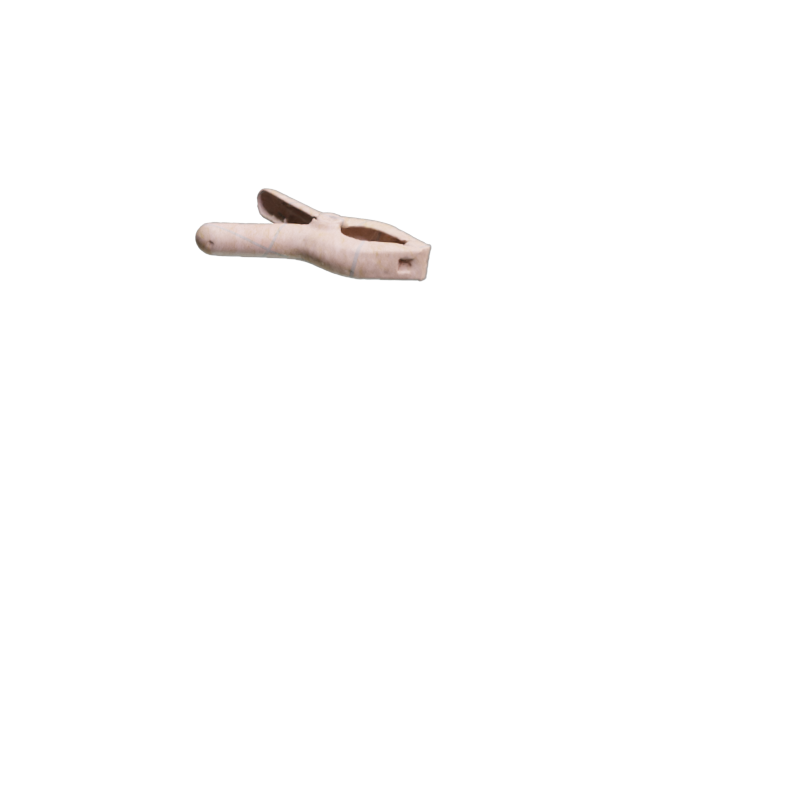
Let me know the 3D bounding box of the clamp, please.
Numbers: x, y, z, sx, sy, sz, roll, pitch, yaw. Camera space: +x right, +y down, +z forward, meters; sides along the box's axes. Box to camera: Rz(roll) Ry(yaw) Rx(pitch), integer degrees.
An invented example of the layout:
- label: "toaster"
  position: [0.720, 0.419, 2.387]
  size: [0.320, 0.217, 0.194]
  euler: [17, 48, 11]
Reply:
- label: "clamp"
  position: [-0.066, -0.120, 0.838]
  size: [0.179, 0.037, 0.122]
  euler: [17, 35, 26]
